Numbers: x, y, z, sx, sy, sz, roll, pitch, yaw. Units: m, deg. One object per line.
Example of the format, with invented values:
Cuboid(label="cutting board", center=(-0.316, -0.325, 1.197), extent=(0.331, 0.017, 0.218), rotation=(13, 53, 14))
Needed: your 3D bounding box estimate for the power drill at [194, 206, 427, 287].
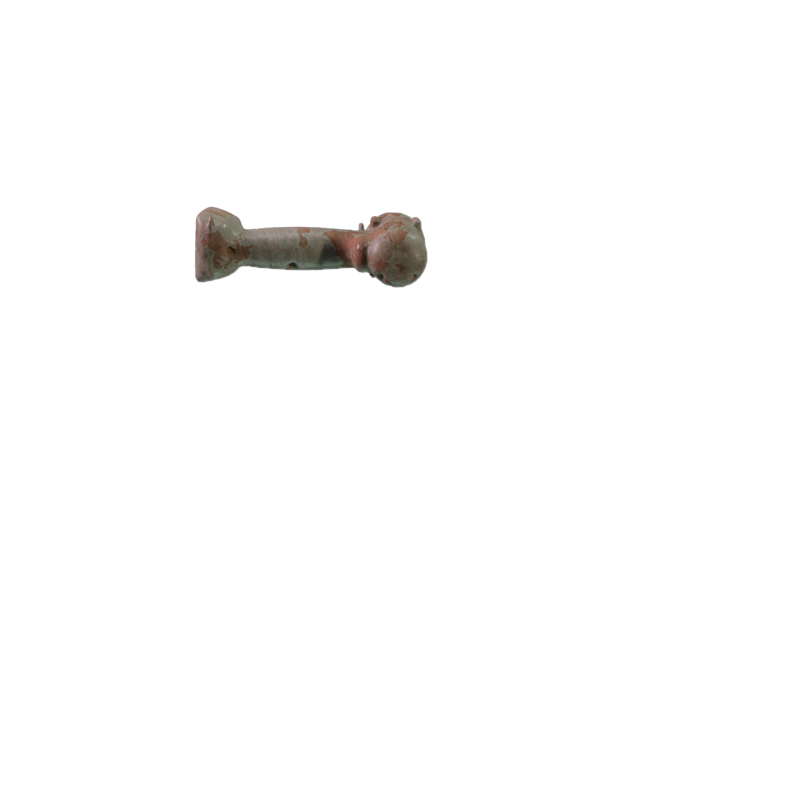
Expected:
Cuboid(label="power drill", center=(-0.072, -0.132, 0.924), extent=(0.188, 0.056, 0.188), rotation=(0, 12, -1))
